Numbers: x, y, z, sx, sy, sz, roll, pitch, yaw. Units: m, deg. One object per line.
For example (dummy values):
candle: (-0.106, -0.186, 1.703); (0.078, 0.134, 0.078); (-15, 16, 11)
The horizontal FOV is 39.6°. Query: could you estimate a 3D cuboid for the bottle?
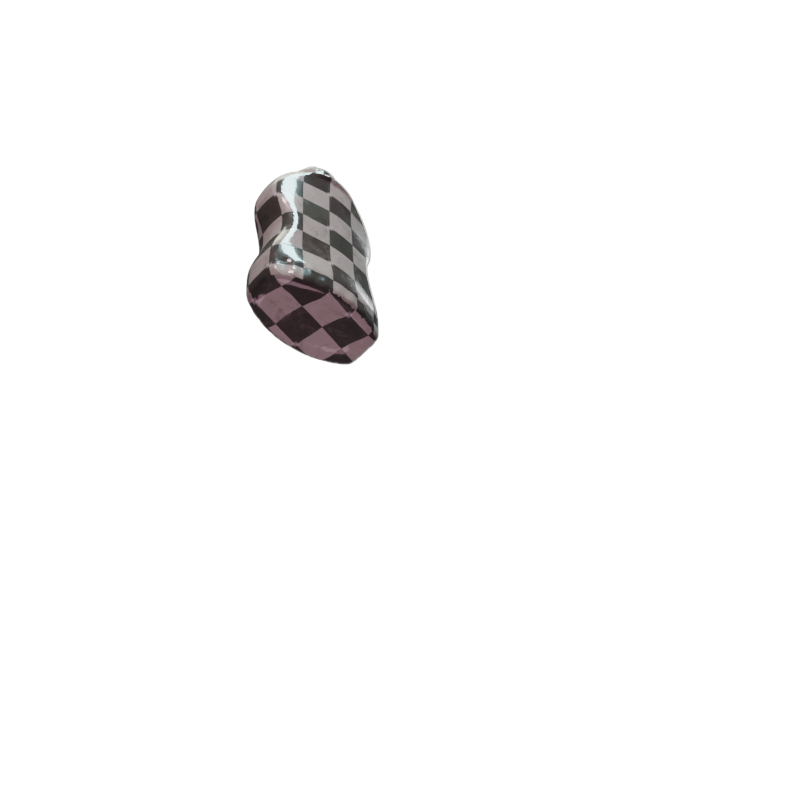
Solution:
bottle: (-0.064, -0.117, 0.819); (0.091, 0.205, 0.057); (29, -58, -25)
